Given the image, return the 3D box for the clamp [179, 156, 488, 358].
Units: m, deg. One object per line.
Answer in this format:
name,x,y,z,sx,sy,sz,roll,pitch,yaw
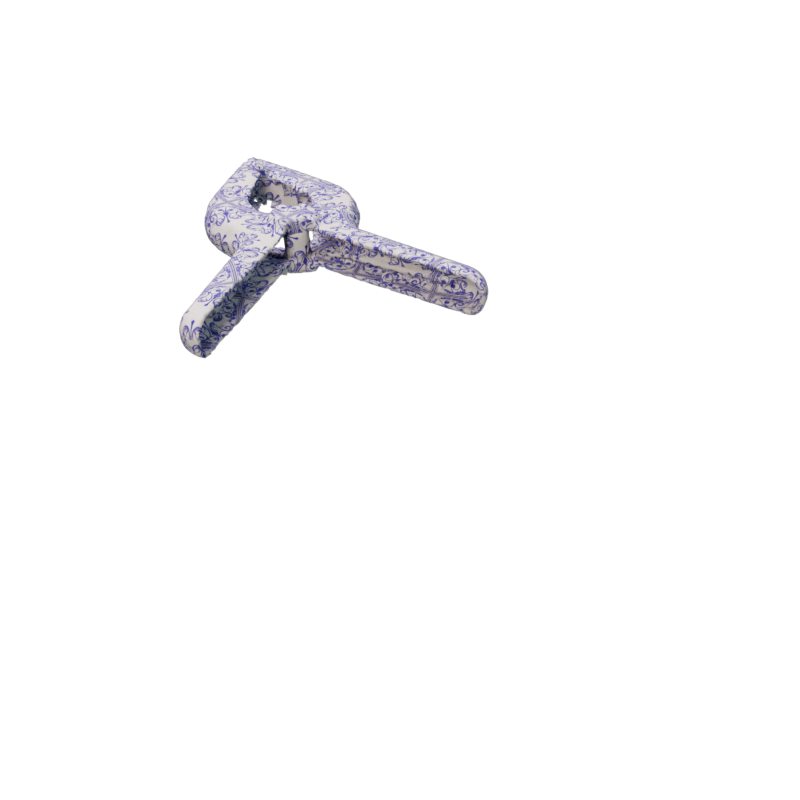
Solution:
clamp,-0.051,-0.093,0.650,0.163,0.034,0.225,-6,32,-9
